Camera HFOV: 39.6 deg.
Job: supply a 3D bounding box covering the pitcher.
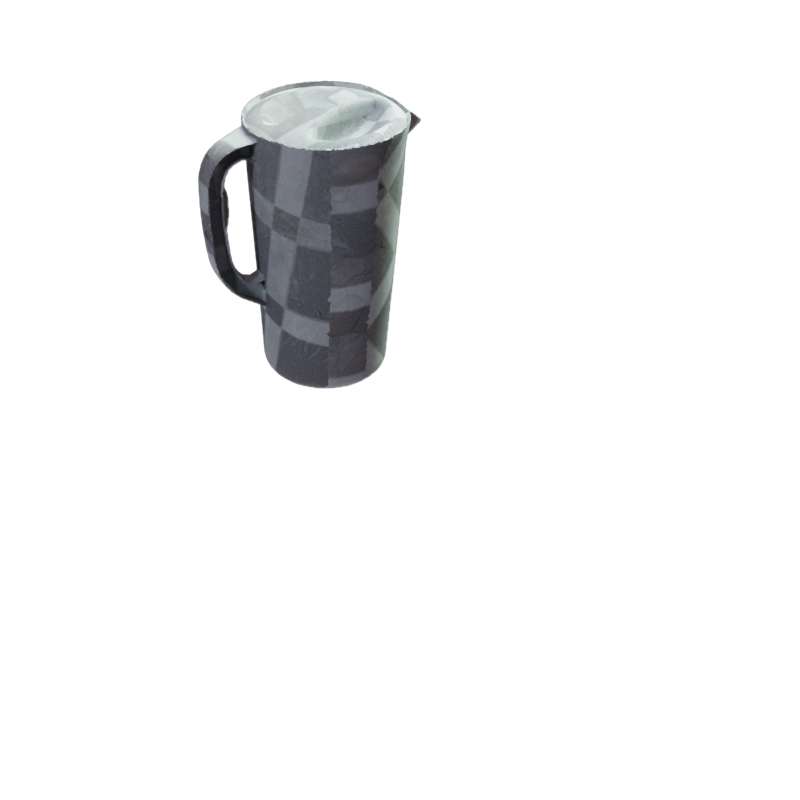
[{"bbox_3d":[-0.072,-0.131,0.920,0.153,0.228,0.151,10,34,13],"label":"pitcher"}]
